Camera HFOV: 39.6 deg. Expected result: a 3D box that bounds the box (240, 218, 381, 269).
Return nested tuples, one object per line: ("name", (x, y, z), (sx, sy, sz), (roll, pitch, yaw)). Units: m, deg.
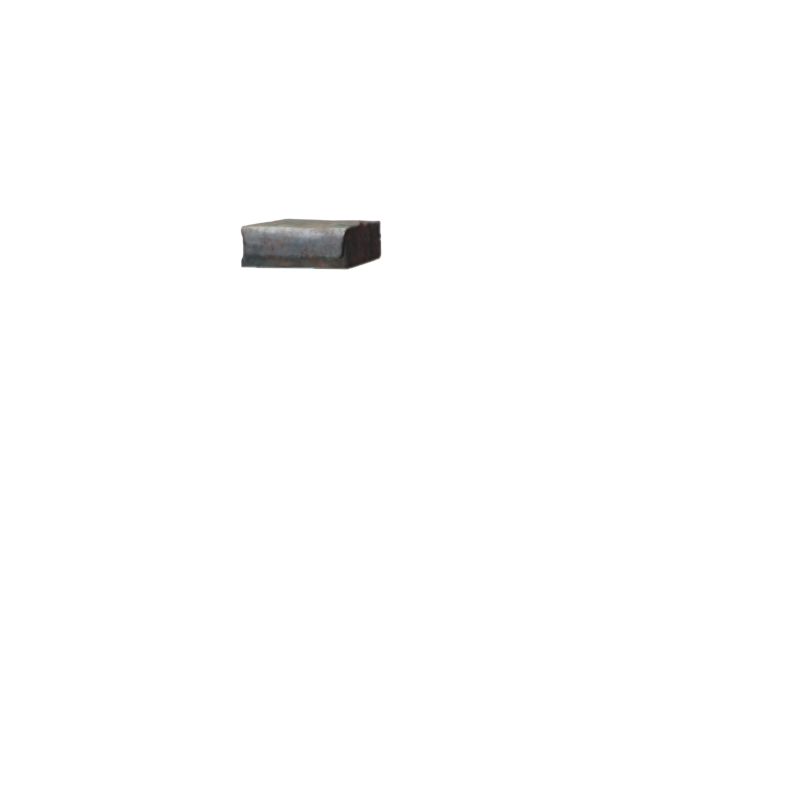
("box", (-0.059, -0.107, 0.752), (0.075, 0.030, 0.089), (3, 12, 16))
